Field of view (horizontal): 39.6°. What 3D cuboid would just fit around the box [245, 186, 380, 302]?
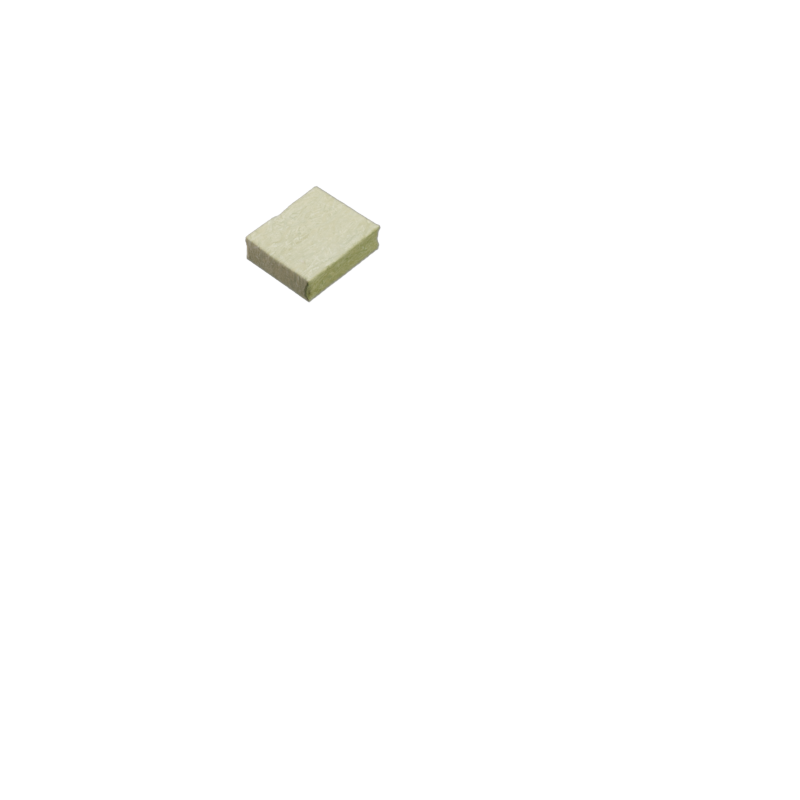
[{"bbox_3d":[-0.072,-0.131,0.917,0.077,0.028,0.090,34,57,25],"label":"box"}]
